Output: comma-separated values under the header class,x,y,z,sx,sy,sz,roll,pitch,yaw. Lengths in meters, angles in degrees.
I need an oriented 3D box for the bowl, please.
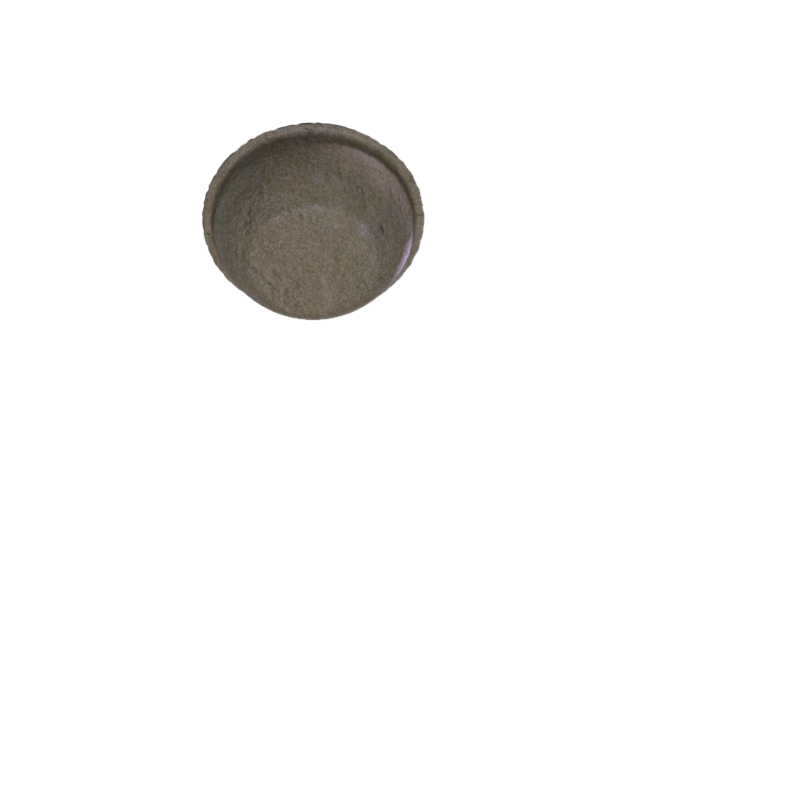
class,x,y,z,sx,sy,sz,roll,pitch,yaw
bowl,-0.061,-0.112,0.784,0.162,0.152,0.059,1,35,-1
